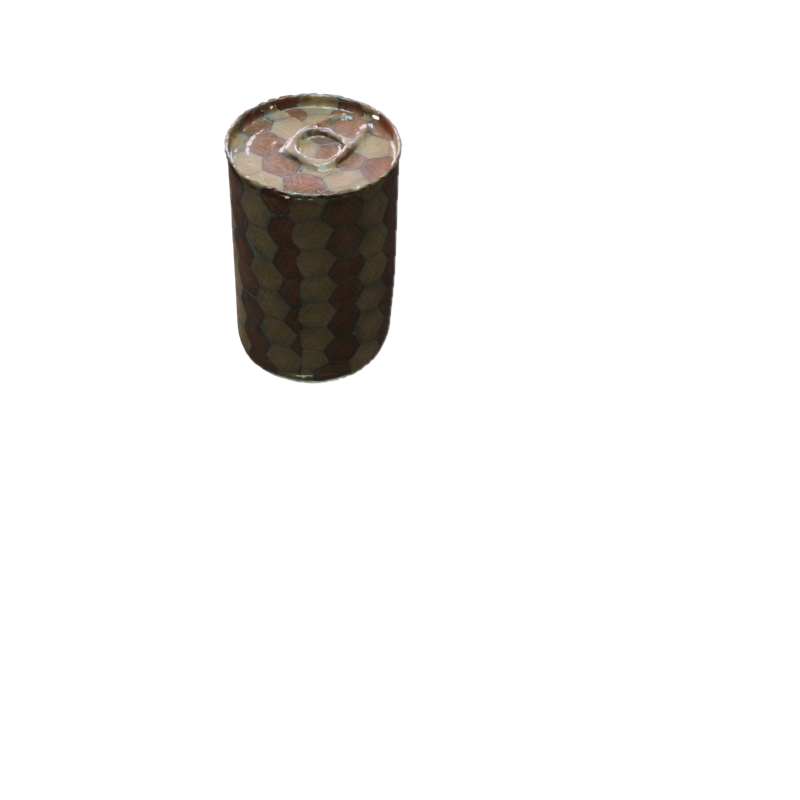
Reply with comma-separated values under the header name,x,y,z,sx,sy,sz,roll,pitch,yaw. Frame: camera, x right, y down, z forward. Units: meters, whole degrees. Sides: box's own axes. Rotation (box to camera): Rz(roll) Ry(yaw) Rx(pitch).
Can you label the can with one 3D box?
name,x,y,z,sx,sy,sz,roll,pitch,yaw
can,-0.036,-0.065,0.456,0.068,0.095,0.074,0,44,-3
